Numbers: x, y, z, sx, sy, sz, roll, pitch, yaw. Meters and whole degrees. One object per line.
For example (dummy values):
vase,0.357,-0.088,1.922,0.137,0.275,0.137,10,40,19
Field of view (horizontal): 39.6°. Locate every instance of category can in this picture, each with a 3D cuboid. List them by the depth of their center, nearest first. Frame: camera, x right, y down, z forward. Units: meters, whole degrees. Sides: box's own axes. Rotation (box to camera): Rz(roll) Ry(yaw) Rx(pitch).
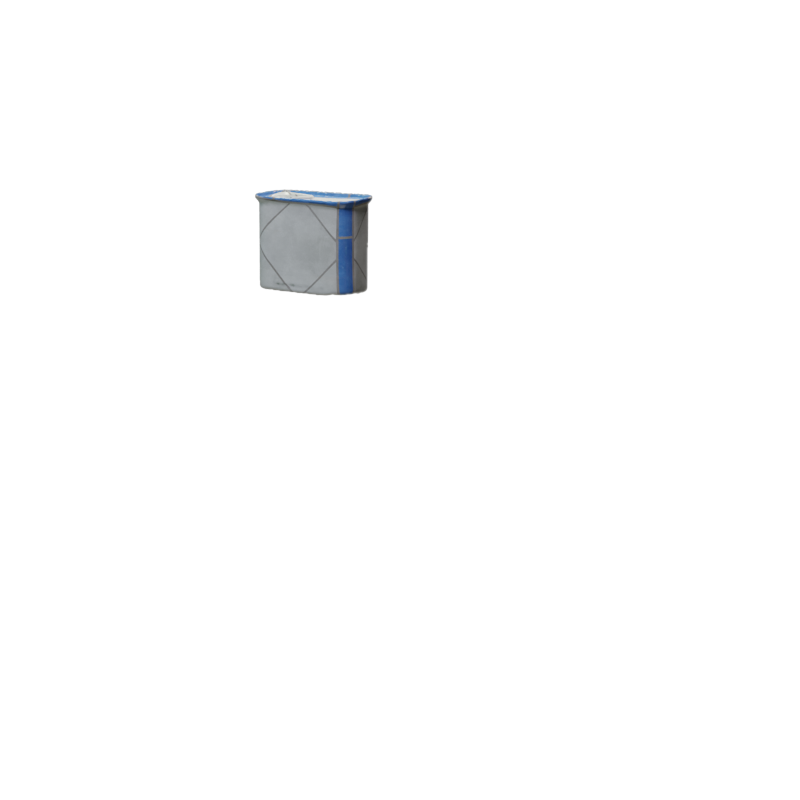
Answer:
can,-0.077,-0.140,0.977,0.106,0.082,0.057,8,14,28
